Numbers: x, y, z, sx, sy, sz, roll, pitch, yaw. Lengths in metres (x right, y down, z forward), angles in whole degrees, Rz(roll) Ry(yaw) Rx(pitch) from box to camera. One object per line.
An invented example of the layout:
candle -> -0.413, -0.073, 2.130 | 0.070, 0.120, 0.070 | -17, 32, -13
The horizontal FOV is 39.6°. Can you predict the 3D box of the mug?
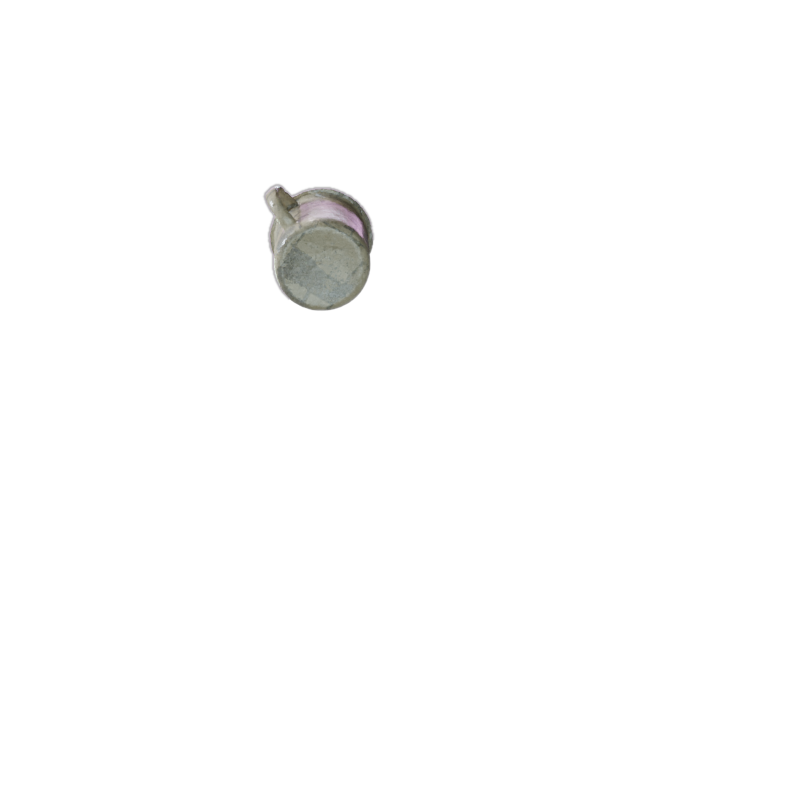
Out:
mug -> -0.075, -0.136, 0.954 | 0.093, 0.112, 0.085 | -35, 18, 11
